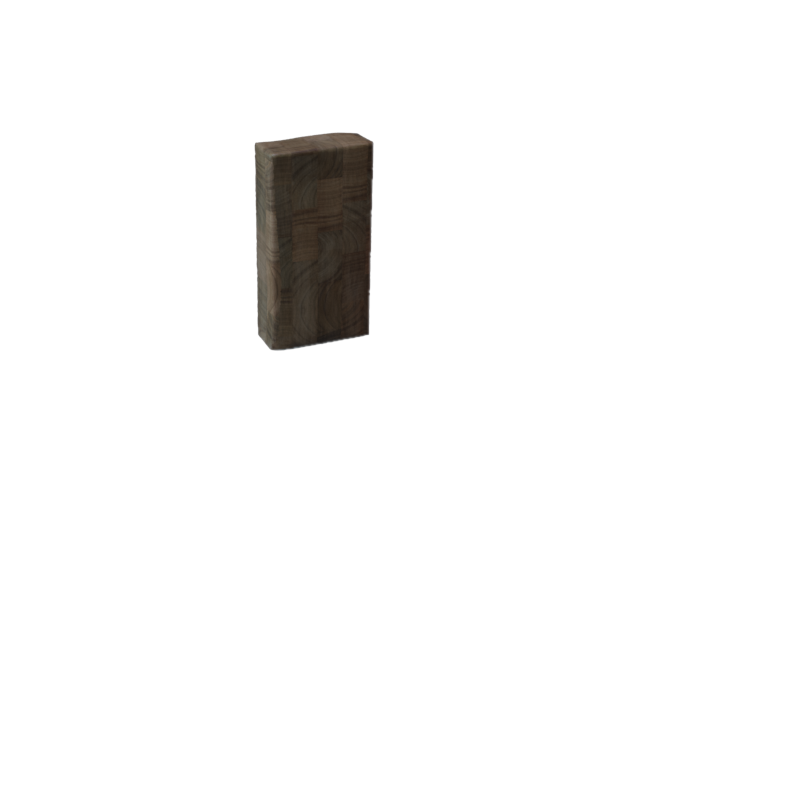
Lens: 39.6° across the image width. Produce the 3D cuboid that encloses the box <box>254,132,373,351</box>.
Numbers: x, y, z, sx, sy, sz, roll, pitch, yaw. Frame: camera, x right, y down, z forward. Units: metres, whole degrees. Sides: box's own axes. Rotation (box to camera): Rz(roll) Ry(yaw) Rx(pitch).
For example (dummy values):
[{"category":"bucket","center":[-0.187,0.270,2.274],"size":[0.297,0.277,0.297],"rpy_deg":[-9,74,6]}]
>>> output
[{"category":"box","center":[-0.073,-0.133,0.931],"size":[0.091,0.168,0.051],"rpy_deg":[-9,23,-24]}]
